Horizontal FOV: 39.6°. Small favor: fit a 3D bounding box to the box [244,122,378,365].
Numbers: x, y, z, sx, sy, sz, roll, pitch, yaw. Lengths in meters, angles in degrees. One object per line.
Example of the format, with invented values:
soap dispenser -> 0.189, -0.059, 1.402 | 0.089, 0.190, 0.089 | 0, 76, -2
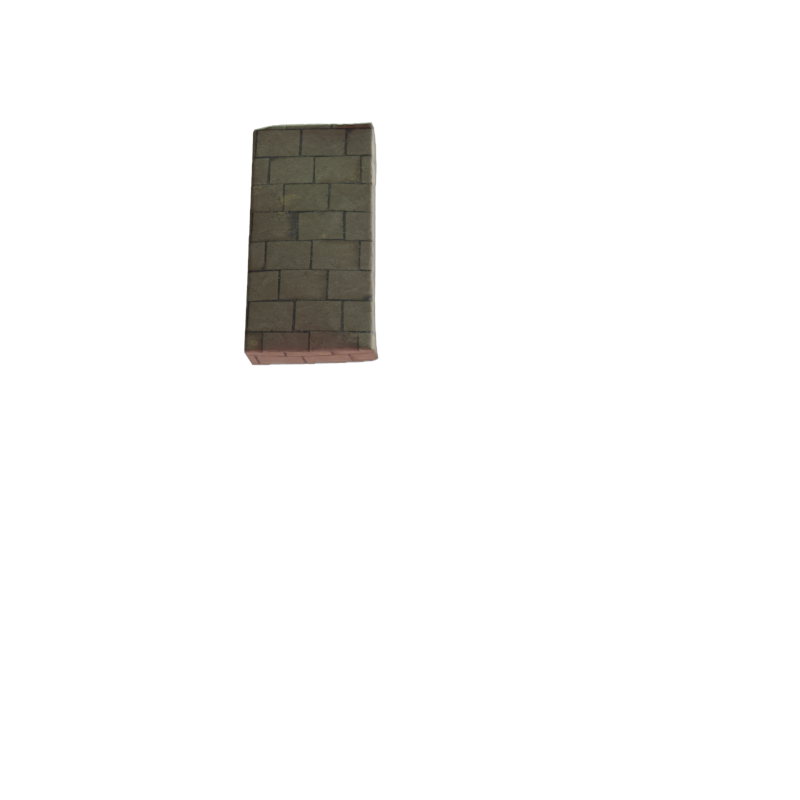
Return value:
box -> -0.064, -0.116, 0.810 | 0.094, 0.184, 0.046 | -2, -17, 5
